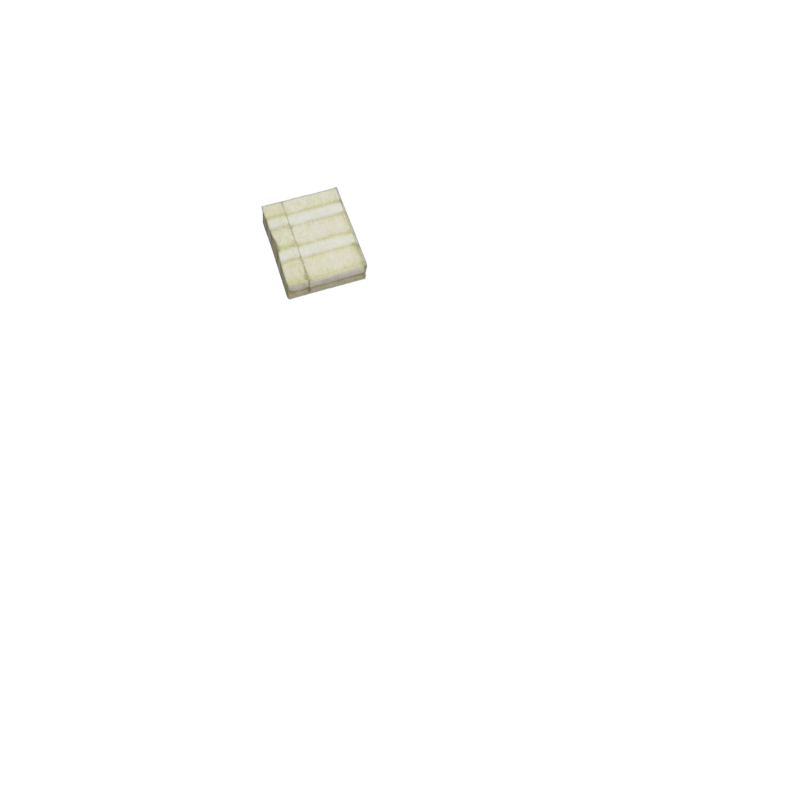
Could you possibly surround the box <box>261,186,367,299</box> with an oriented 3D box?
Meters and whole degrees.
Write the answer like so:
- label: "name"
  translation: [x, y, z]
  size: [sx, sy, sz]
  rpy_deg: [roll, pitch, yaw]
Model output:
- label: "box"
  translation: [-0.078, -0.142, 0.991]
  size: [0.073, 0.095, 0.028]
  rpy_deg: [-15, -27, -9]
